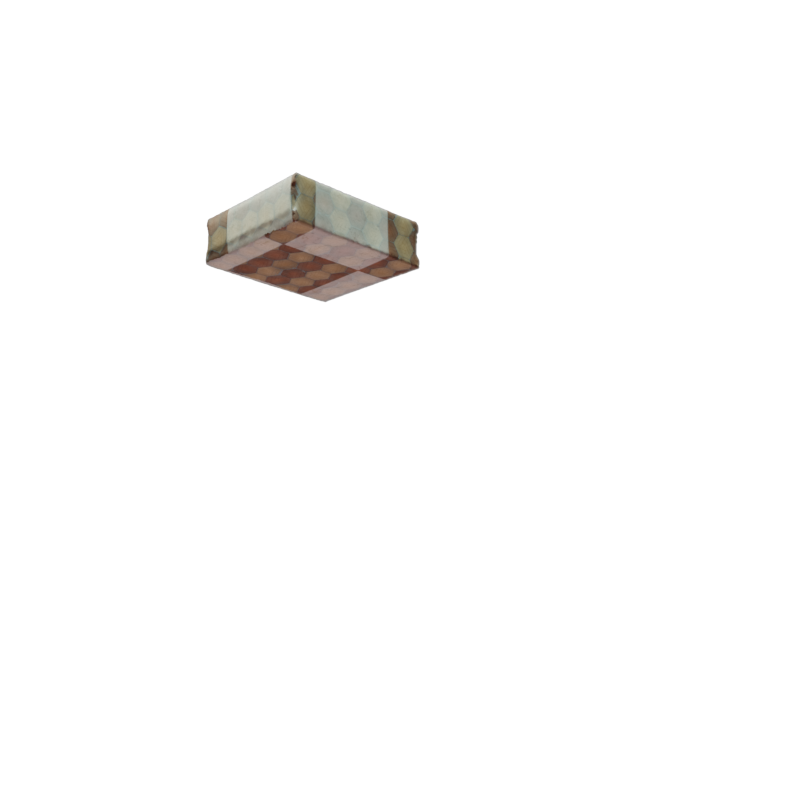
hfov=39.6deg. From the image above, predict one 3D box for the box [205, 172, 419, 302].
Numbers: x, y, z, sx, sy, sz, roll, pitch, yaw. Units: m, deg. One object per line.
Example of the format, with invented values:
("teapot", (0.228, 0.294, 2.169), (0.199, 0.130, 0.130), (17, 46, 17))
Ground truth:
("box", (-0.046, -0.083, 0.583), (0.084, 0.032, 0.074), (15, -23, -41))
